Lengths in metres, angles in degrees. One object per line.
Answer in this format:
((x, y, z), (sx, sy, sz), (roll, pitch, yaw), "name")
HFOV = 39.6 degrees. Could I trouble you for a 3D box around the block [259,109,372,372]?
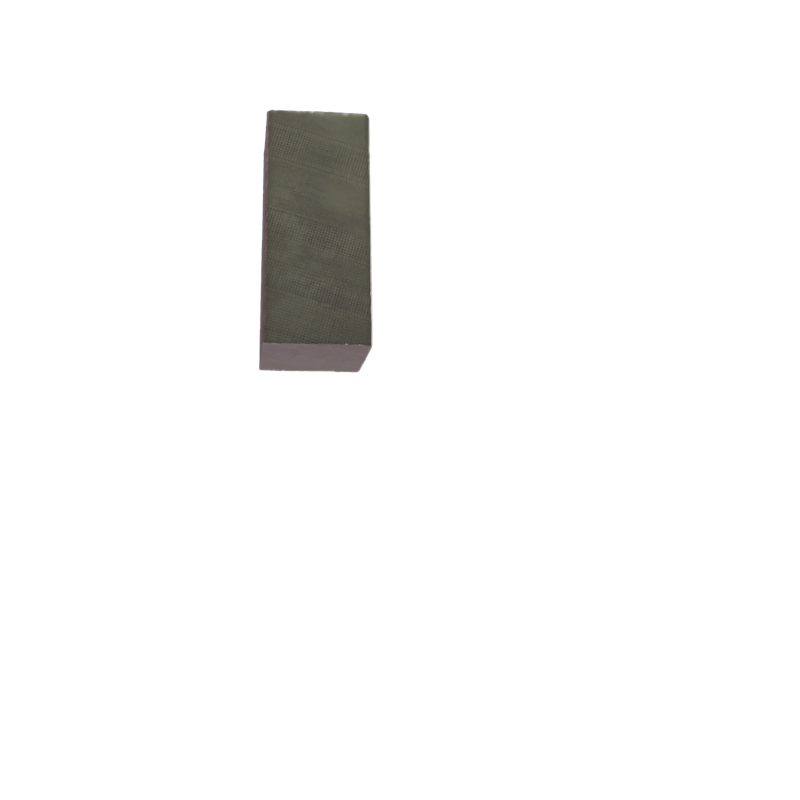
((-0.074, -0.136, 0.952), (0.089, 0.216, 0.087), (1, -19, -7), "block")
